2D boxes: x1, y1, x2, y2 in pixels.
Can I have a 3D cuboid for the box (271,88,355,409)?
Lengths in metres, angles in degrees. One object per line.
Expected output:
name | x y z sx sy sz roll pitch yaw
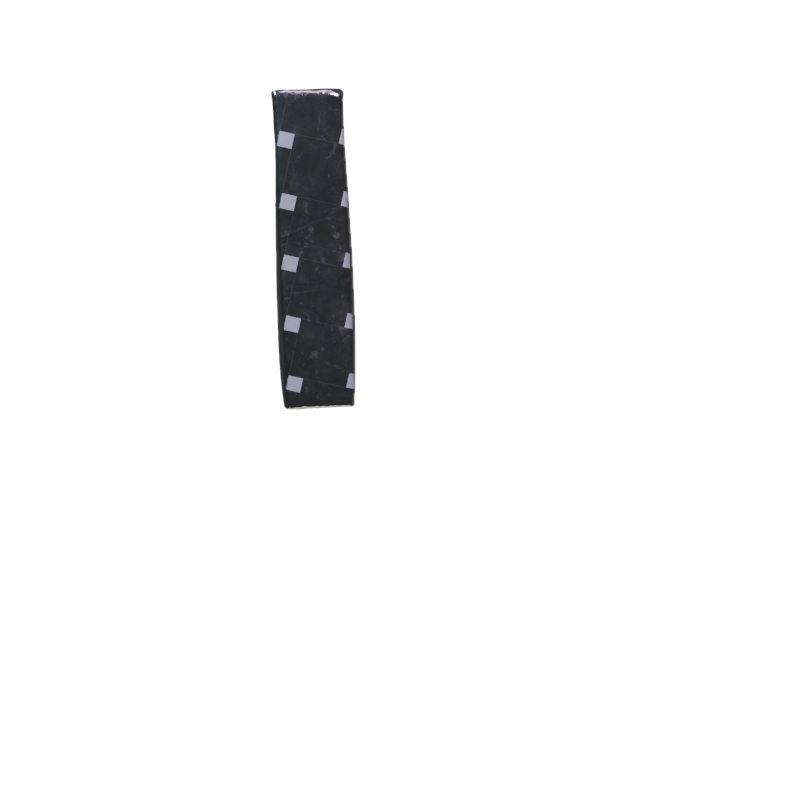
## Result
box | -0.050 -0.092 0.647 0.048 0.173 0.096 0 9 -5
